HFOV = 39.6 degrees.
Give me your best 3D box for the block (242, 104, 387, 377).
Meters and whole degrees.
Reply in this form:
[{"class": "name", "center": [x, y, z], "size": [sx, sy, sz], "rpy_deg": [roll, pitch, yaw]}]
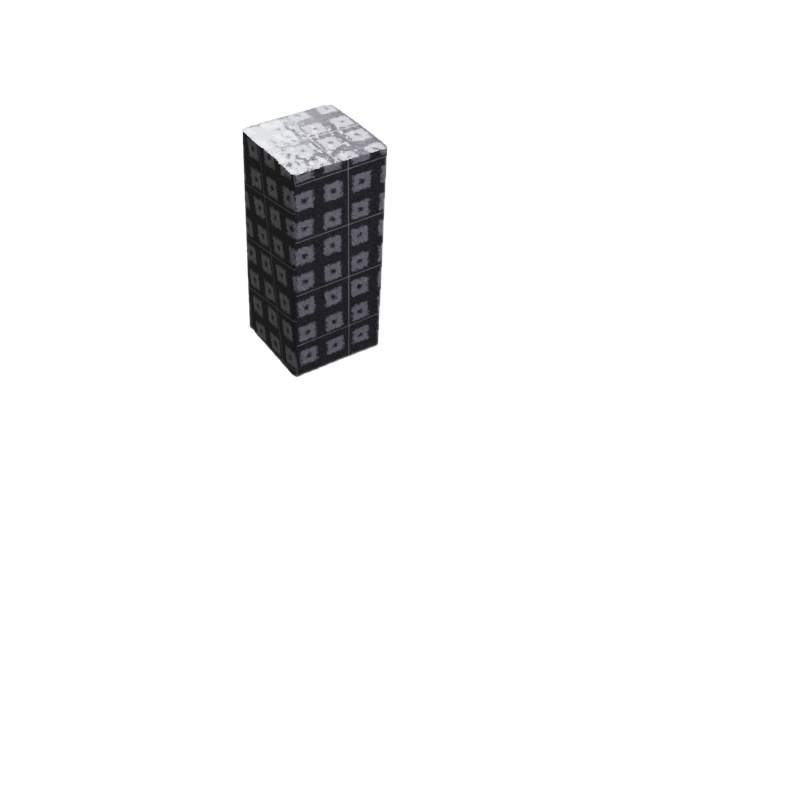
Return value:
[{"class": "block", "center": [-0.075, -0.137, 0.959], "size": [0.090, 0.193, 0.097], "rpy_deg": [-21, 44, -27]}]
